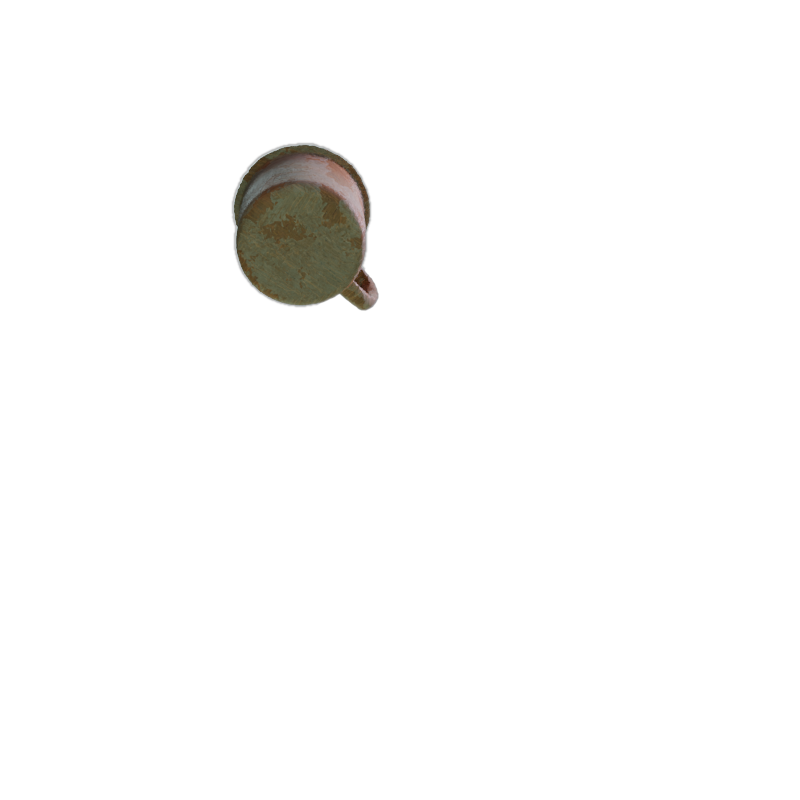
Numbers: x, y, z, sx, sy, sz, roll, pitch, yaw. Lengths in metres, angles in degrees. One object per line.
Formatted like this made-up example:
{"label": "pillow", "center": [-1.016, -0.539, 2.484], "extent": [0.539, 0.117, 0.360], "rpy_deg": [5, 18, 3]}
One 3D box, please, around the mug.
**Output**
{"label": "mug", "center": [-0.056, -0.102, 0.718], "extent": [0.093, 0.113, 0.085], "rpy_deg": [-37, 17, 12]}
